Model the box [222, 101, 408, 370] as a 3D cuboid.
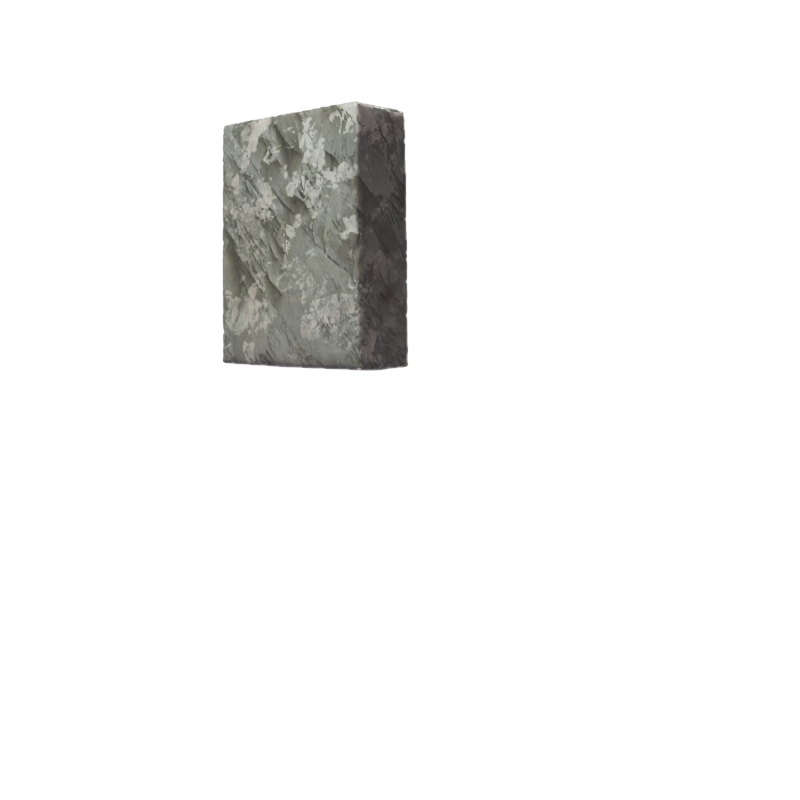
[{"bbox_3d":[-0.074,-0.135,0.948,0.170,0.215,0.069,-1,-3,42],"label":"box"}]
